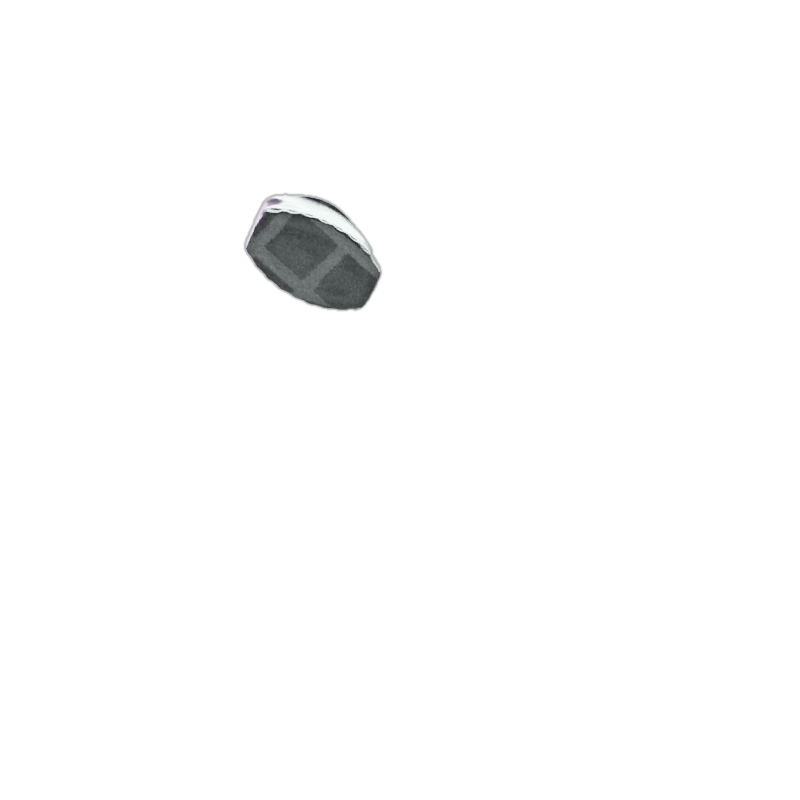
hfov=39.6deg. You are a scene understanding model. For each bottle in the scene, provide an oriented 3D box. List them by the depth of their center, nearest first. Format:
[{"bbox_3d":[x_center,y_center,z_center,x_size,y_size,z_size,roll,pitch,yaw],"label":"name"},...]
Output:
[{"bbox_3d":[-0.067,-0.122,0.858,0.095,0.057,0.198,24,13,-10],"label":"bottle"}]
